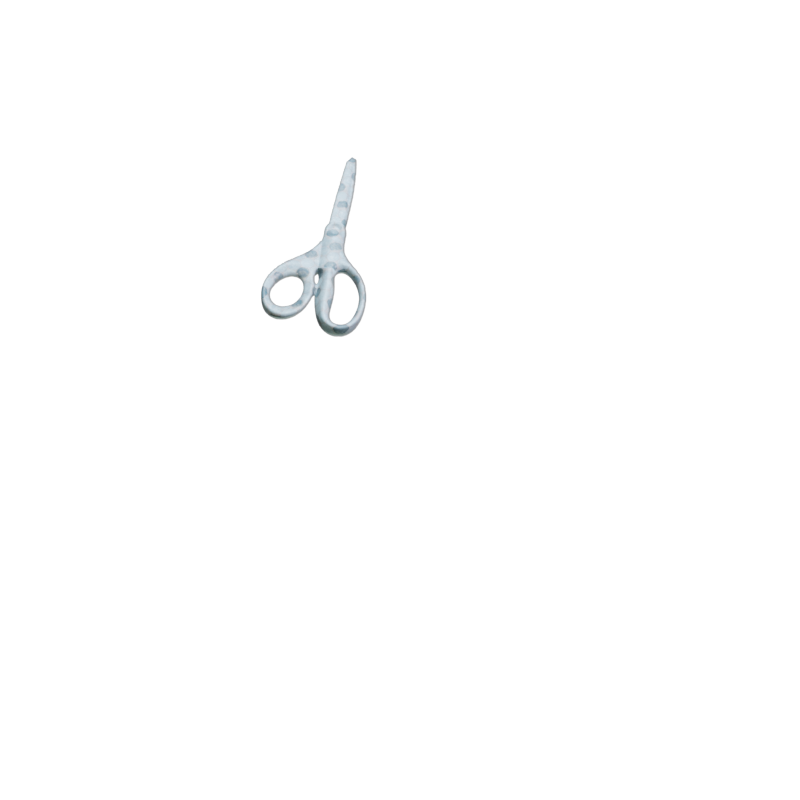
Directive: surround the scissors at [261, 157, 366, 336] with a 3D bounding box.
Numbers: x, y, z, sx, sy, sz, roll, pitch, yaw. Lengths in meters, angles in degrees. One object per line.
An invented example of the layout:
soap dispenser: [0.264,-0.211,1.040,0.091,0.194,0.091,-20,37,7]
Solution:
scissors: [-0.075,-0.137,0.962,0.096,0.217,0.015,-5,-39,-4]
